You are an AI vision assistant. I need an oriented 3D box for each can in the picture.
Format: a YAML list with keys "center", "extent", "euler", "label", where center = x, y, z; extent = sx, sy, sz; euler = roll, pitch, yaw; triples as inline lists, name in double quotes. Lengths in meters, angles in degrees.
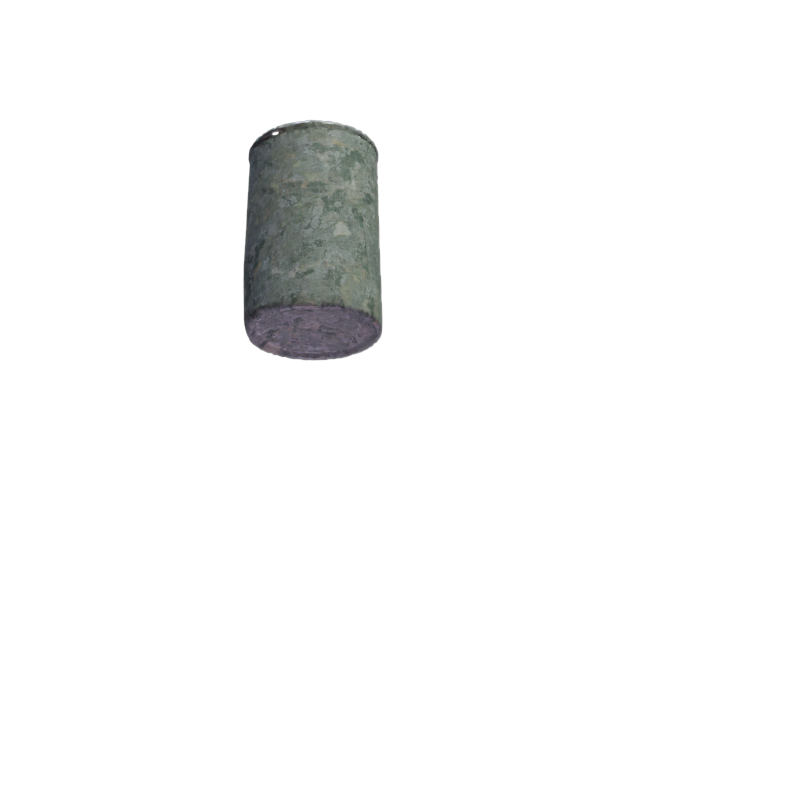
- center: [-0.043, -0.079, 0.555]
  extent: [0.068, 0.108, 0.065]
  euler: [0, -25, -2]
  label: "can"
